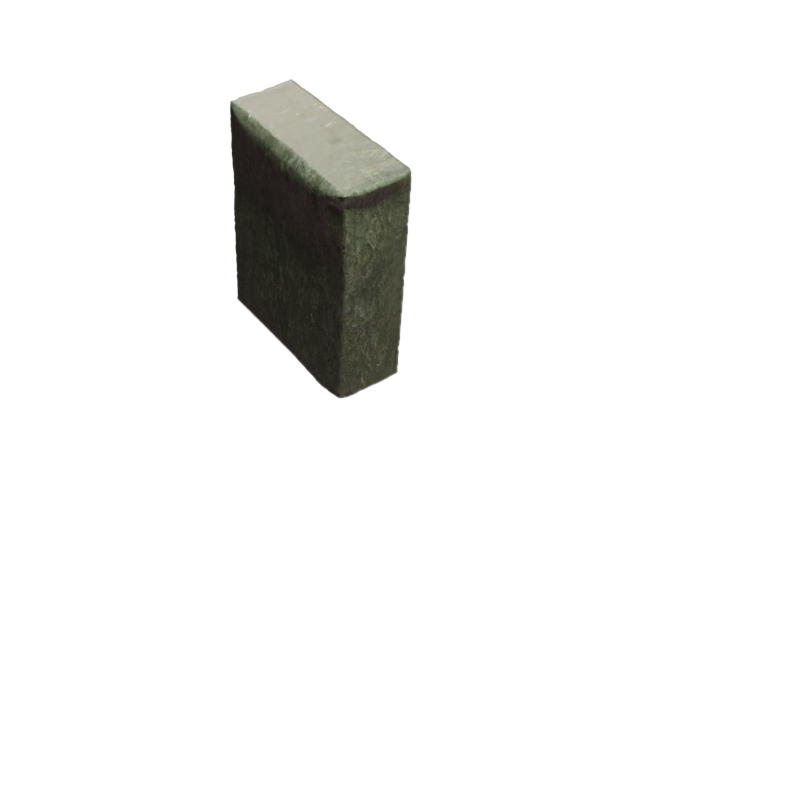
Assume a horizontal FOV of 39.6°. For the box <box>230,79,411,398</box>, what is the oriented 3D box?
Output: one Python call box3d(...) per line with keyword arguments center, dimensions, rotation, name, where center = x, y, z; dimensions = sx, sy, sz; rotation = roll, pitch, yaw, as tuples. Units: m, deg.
box3d(center=(-0.072, -0.131, 0.918), dimensions=(0.071, 0.199, 0.177), rotation=(-24, 48, -27), name="box")
